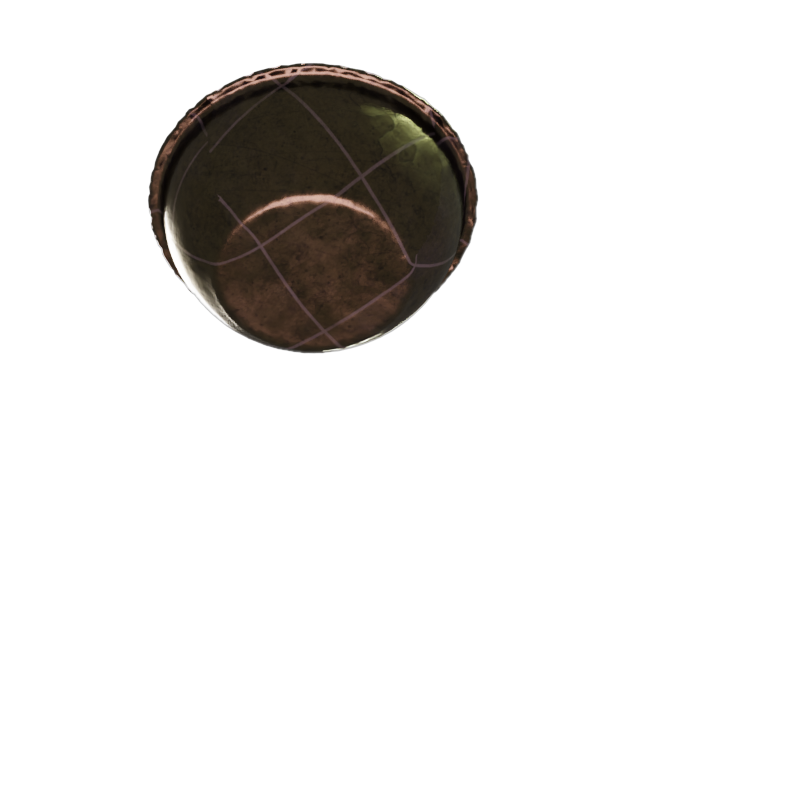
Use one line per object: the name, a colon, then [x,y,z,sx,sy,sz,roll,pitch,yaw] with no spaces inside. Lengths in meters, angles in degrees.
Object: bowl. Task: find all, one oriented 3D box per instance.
bowl: [-0.041,-0.075,0.525,0.162,0.151,0.059,1,40,-1]
